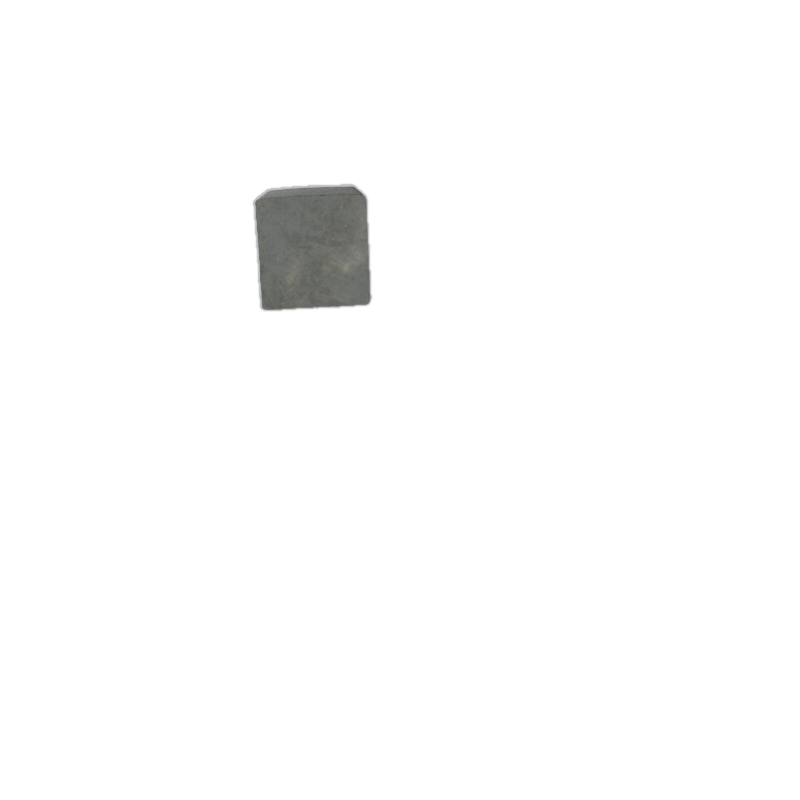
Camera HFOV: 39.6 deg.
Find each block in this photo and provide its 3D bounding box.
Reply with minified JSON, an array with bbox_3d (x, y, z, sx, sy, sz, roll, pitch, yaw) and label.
[{"bbox_3d":[-0.076,-0.139,0.973,0.090,0.089,0.211,-3,11,-3],"label":"block"}]
